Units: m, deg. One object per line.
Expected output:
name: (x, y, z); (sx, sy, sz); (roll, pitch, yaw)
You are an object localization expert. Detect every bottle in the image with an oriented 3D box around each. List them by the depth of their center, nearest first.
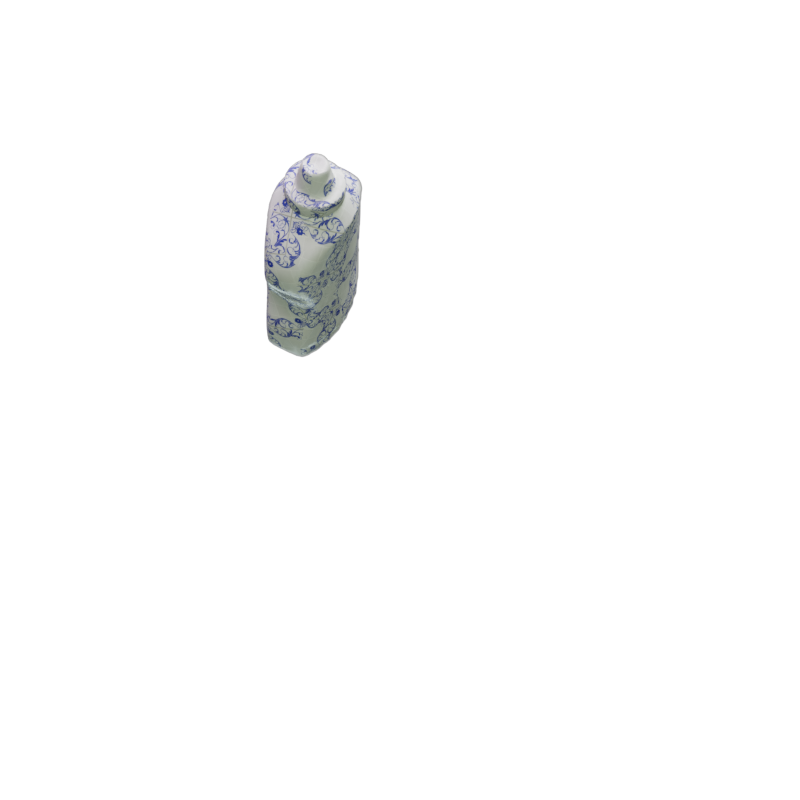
bottle: (-0.061, -0.111, 0.781); (0.060, 0.099, 0.181); (26, -25, 8)
